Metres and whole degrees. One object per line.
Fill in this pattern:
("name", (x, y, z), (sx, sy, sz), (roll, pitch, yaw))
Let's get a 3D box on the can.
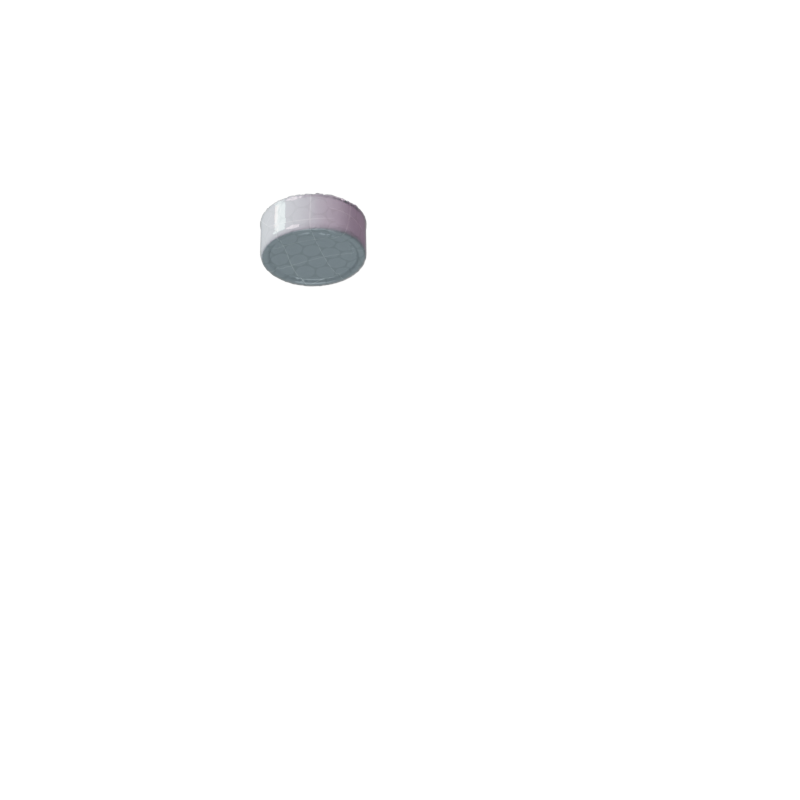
("can", (-0.069, -0.126, 0.882), (0.086, 0.036, 0.081), (1, -29, -2))
